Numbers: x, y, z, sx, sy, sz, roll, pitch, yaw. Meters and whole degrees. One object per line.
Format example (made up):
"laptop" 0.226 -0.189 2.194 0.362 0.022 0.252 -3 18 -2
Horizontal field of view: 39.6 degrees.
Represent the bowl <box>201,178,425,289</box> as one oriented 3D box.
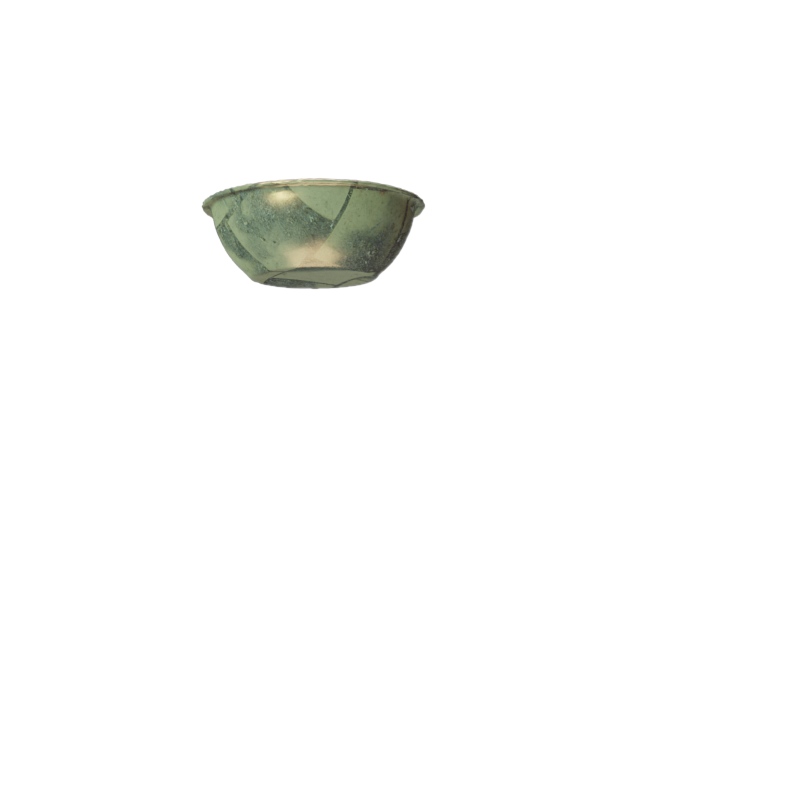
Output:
"bowl" -0.063 -0.114 0.801 0.162 0.056 0.159 0 -5 -2
